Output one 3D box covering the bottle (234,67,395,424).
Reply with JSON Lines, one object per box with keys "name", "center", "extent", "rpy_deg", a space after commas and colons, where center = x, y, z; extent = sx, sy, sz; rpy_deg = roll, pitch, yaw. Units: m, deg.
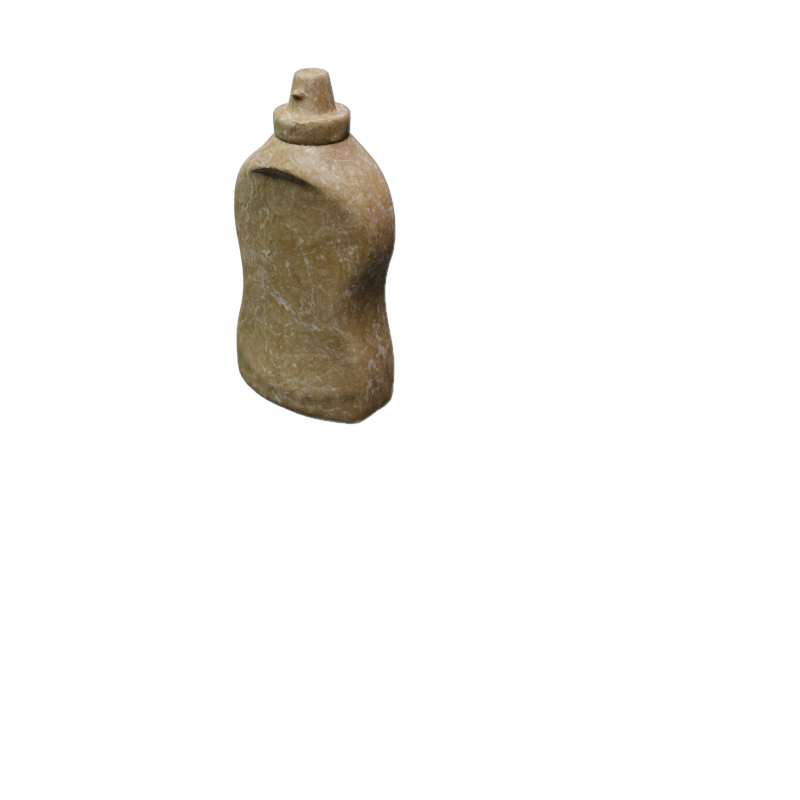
{"name": "bottle", "center": [-0.048, -0.087, 0.609], "extent": [0.102, 0.182, 0.058], "rpy_deg": [21, 31, 34]}
